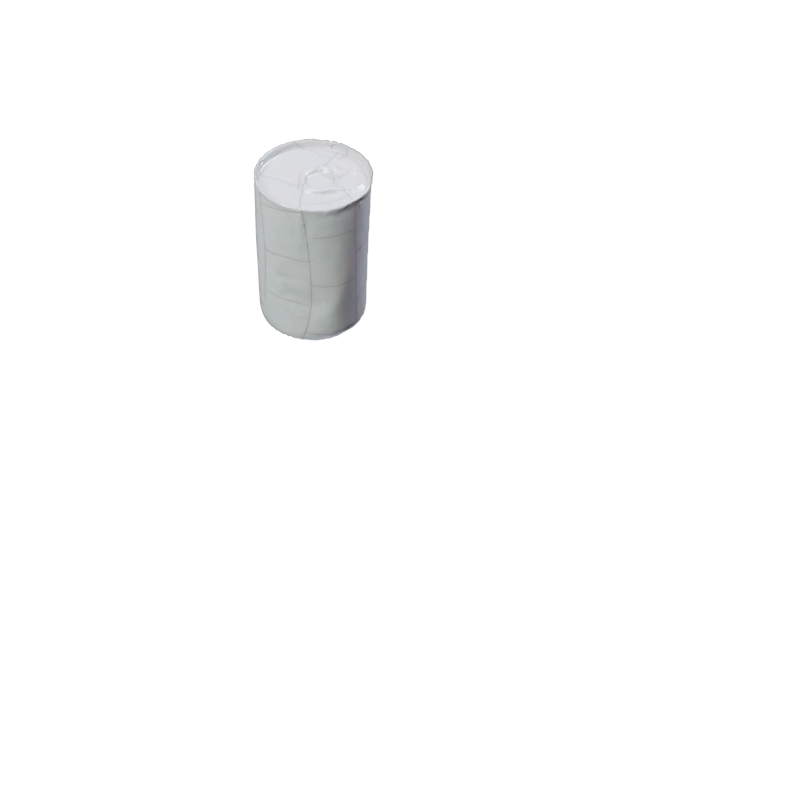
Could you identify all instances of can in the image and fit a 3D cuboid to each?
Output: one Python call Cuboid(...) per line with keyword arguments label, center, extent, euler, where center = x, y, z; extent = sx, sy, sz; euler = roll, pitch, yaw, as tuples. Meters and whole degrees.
Cuboid(label="can", center=(-0.052, -0.094, 0.659), extent=(0.068, 0.095, 0.074), euler=(0, 44, -3))
